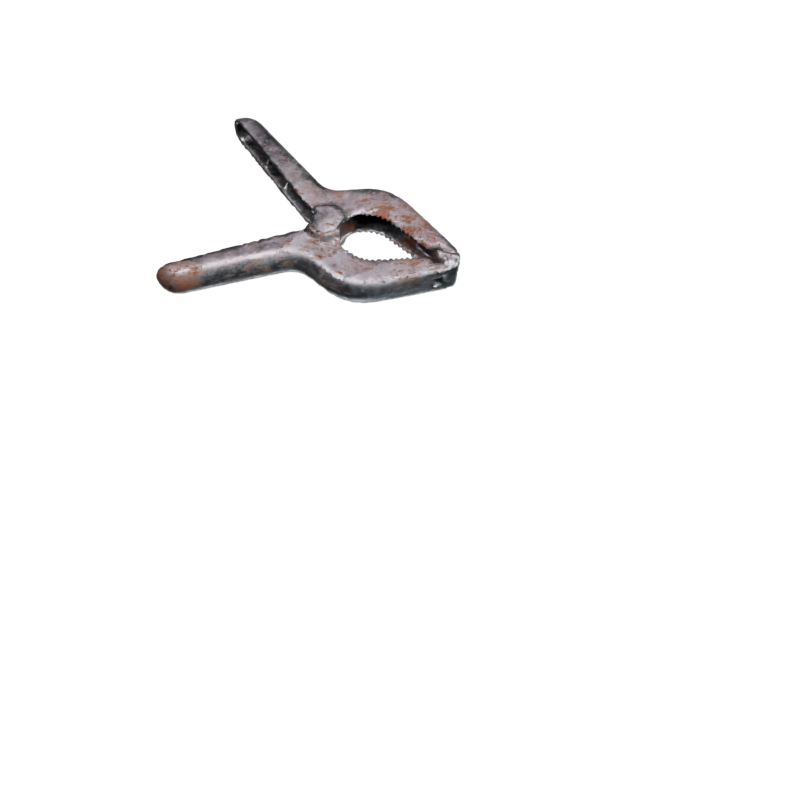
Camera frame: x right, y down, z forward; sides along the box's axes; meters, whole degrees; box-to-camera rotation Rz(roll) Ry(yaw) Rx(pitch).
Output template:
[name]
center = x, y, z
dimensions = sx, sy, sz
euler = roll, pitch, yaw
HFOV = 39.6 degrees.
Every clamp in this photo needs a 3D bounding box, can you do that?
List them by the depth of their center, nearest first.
[clamp]
center = -0.063, -0.116, 0.811
dimensions = 0.216, 0.171, 0.034
euler = 22, -29, 13
